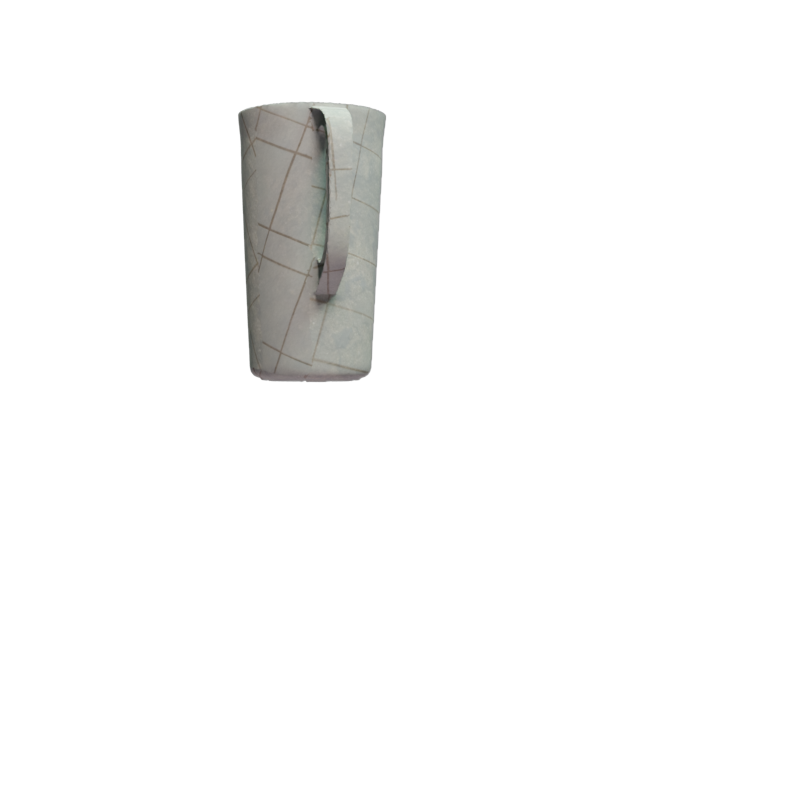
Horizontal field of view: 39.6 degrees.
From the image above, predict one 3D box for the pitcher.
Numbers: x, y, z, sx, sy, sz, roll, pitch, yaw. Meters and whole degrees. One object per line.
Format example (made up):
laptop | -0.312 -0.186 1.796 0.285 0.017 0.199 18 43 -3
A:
pitcher | -0.077 -0.140 0.977 0.149 0.245 0.143 -1 -3 28
